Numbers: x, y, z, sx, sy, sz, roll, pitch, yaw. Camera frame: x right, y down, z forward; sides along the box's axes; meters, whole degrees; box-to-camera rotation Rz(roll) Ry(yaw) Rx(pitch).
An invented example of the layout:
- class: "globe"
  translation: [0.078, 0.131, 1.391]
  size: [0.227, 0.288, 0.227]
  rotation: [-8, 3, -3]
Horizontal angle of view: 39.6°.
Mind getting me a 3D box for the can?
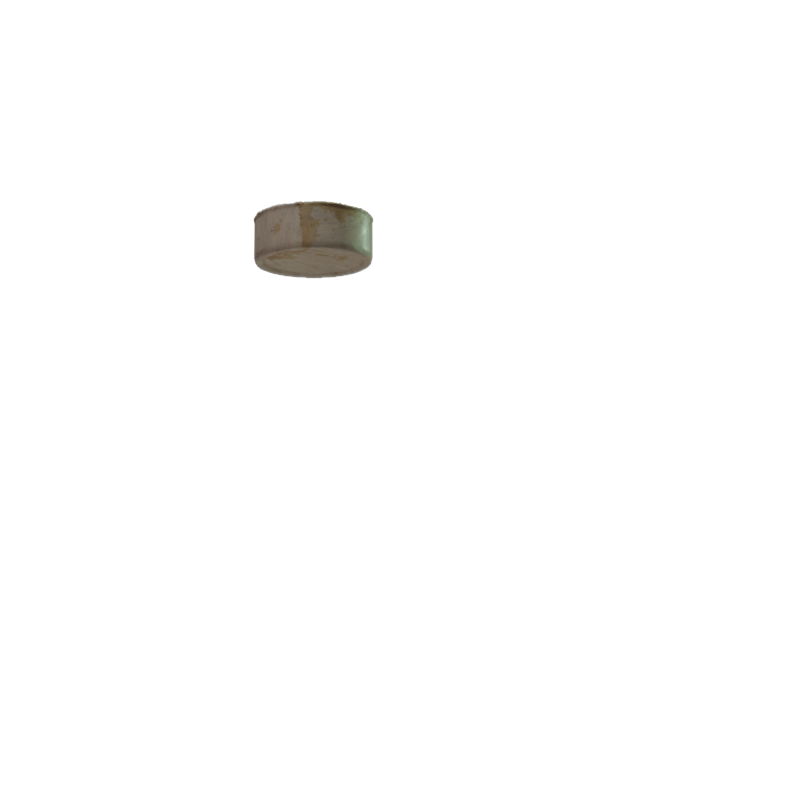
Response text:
- class: "can"
  translation: [-0.062, -0.113, 0.792]
  size: [0.086, 0.035, 0.083]
  rotation: [0, -10, -2]
